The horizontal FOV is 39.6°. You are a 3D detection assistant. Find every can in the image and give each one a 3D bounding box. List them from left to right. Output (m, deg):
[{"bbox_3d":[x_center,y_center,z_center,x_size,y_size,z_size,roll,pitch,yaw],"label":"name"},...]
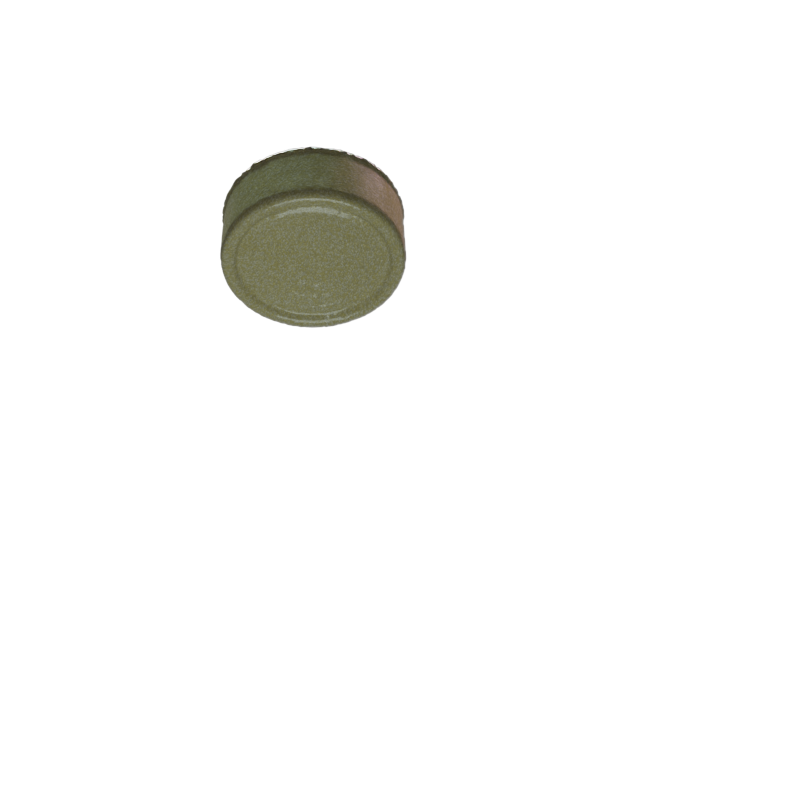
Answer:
[{"bbox_3d":[-0.040,-0.073,0.512,0.086,0.036,0.080,1,-43,-1],"label":"can"}]
